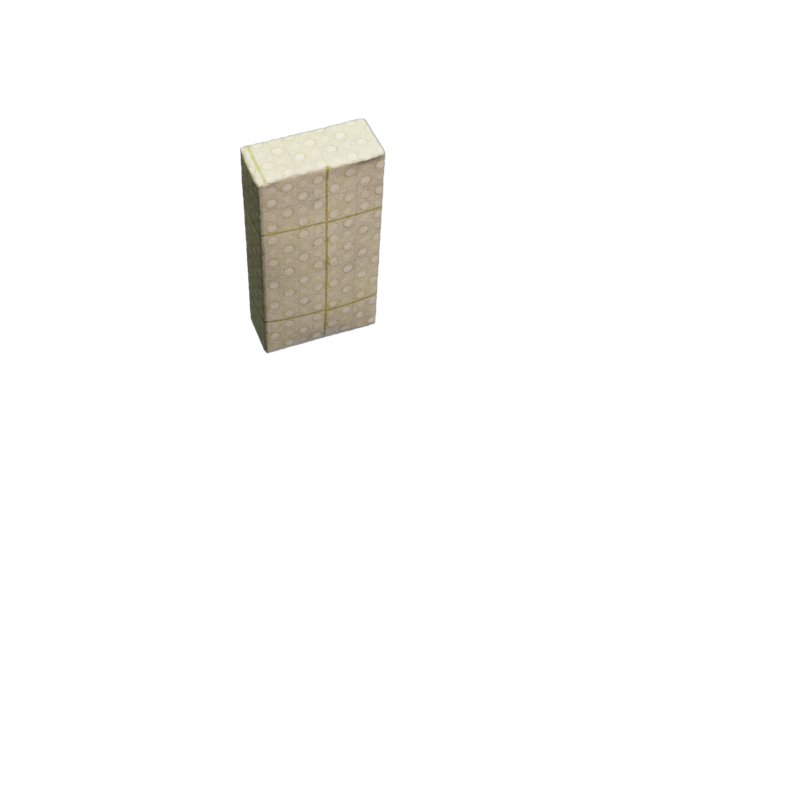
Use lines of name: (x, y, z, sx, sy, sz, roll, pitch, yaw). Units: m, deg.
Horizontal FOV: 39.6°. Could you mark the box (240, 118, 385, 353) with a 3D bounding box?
box: (-0.062, -0.113, 0.795, 0.092, 0.052, 0.164, -16, -34, -15)
